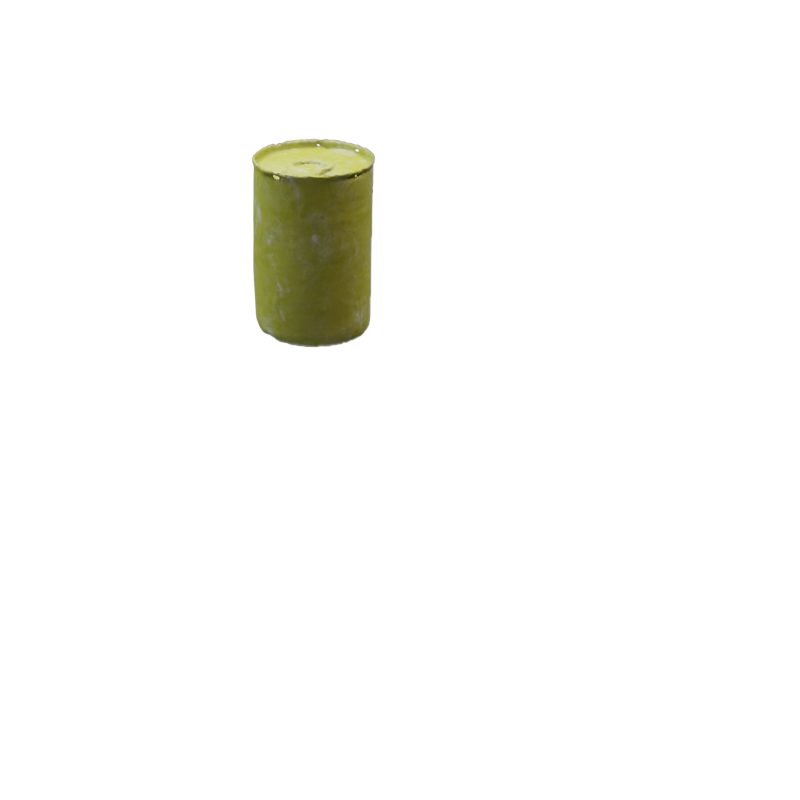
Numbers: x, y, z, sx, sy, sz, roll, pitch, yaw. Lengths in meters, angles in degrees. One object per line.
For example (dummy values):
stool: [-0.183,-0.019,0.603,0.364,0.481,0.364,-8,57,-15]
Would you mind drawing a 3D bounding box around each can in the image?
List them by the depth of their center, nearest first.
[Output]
can: [-0.049,-0.090,0.630,0.068,0.097,0.072,0,25,-2]
